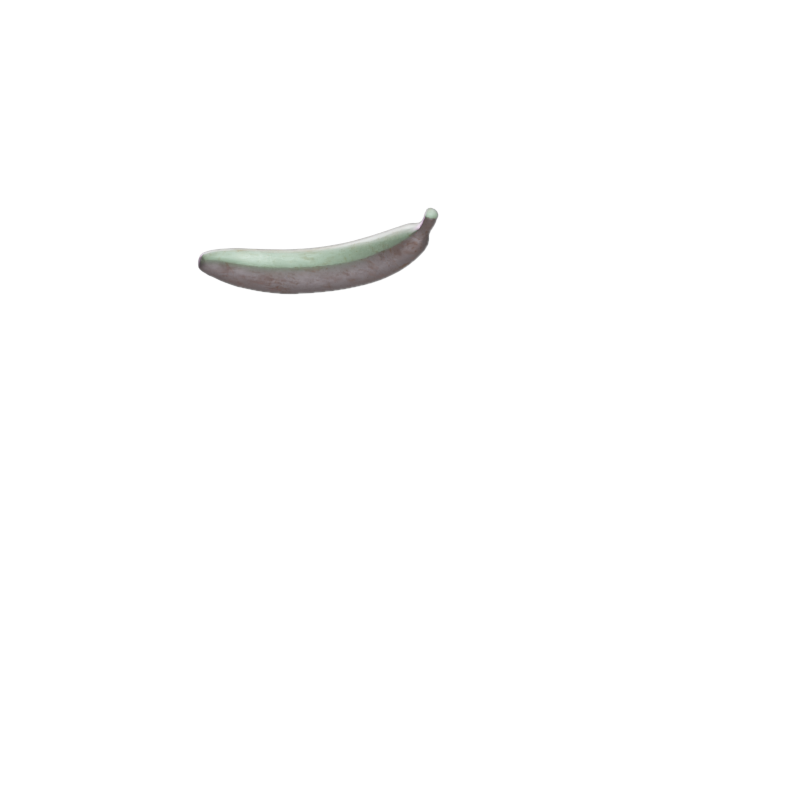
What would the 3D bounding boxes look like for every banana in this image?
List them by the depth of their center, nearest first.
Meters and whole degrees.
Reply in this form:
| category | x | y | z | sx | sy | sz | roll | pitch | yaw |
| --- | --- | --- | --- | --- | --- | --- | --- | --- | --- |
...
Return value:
| category | x | y | z | sx | sy | sz | roll | pitch | yaw |
| --- | --- | --- | --- | --- | --- | --- | --- | --- | --- |
| banana | -0.061 | -0.116 | 0.894 | 0.199 | 0.039 | 0.064 | -11 | -44 | 11 |
